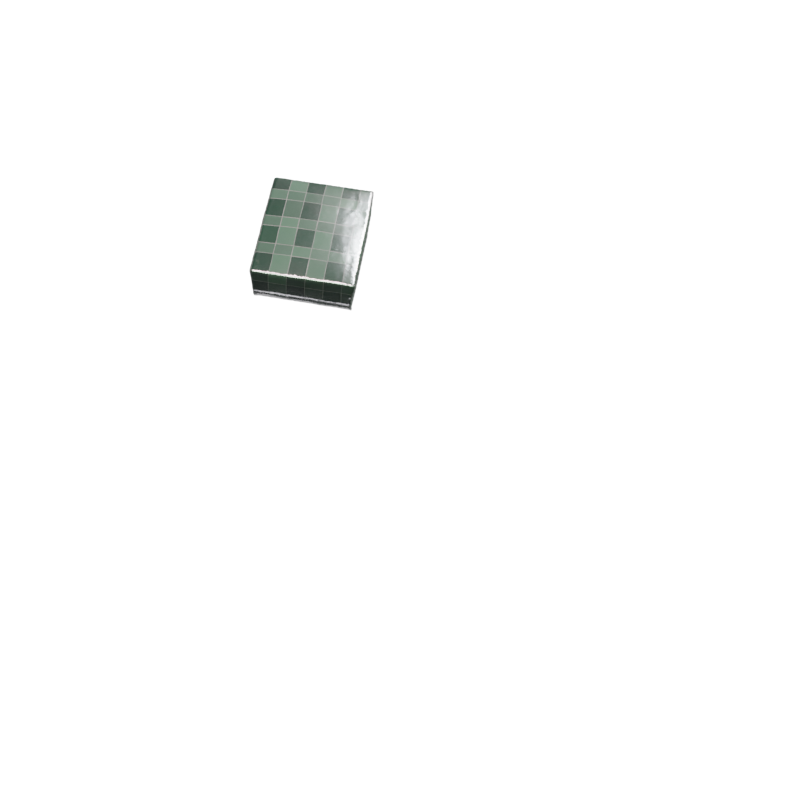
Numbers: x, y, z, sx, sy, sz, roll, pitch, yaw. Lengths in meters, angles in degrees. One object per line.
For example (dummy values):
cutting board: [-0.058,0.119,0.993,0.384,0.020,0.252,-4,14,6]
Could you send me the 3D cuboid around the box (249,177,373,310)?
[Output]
box: [-0.075,-0.137,0.960,0.091,0.120,0.036,7,-35,4]
